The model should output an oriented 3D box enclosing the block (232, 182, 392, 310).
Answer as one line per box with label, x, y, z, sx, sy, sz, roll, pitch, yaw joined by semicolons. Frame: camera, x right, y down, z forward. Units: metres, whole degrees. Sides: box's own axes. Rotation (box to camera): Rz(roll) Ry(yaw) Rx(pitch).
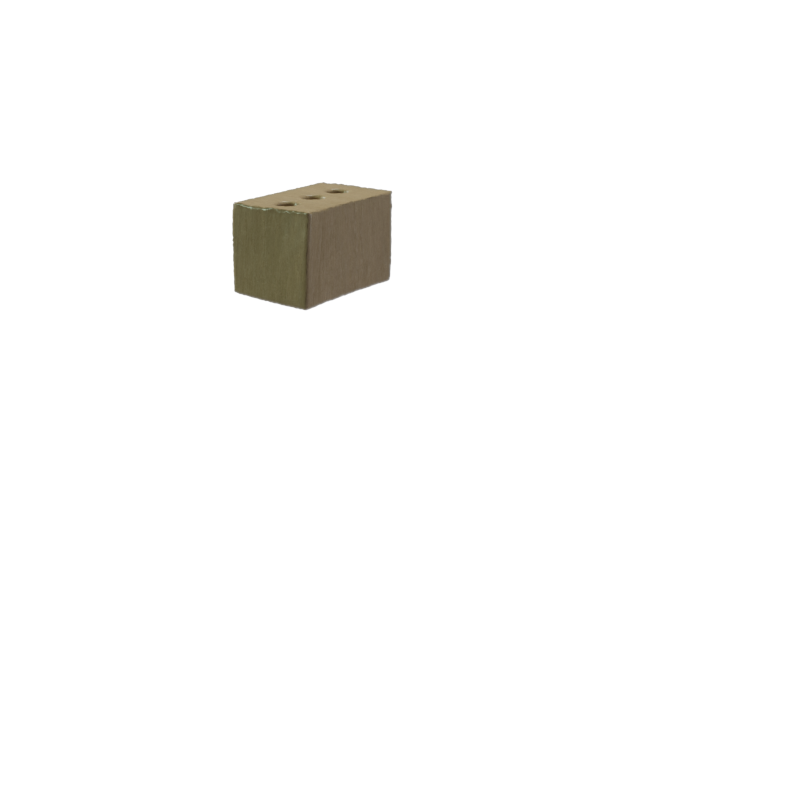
block;-0.047;-0.086;0.602;0.055;0.049;0.077;12;22;33
